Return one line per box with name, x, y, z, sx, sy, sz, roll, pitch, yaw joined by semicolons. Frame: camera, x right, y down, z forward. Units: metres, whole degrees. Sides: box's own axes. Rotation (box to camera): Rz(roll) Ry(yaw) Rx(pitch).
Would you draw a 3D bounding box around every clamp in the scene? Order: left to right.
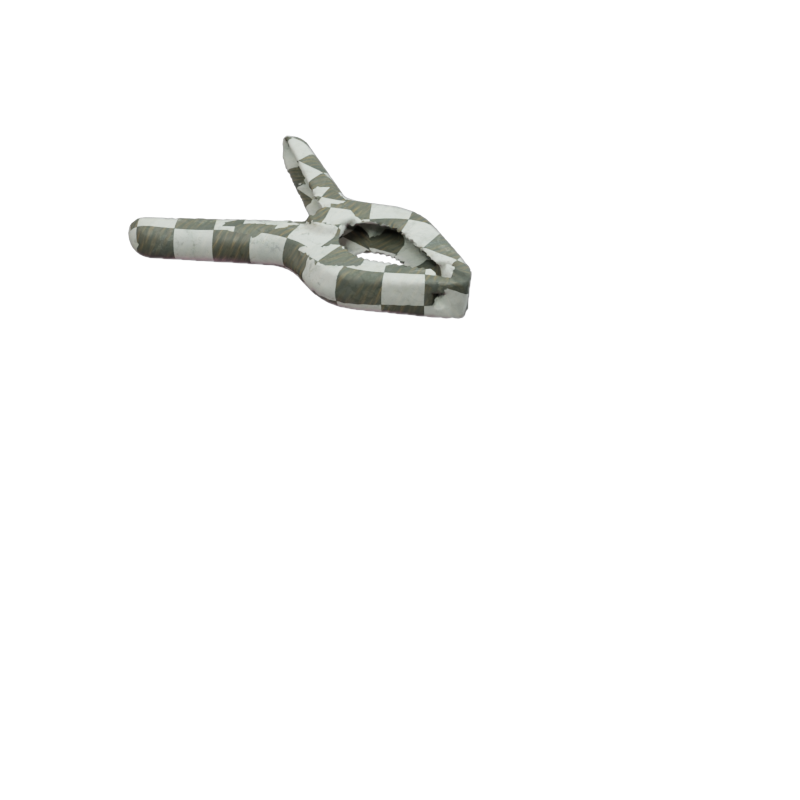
clamp;-0.054;-0.099;0.693;0.224;0.034;0.165;31;48;33
